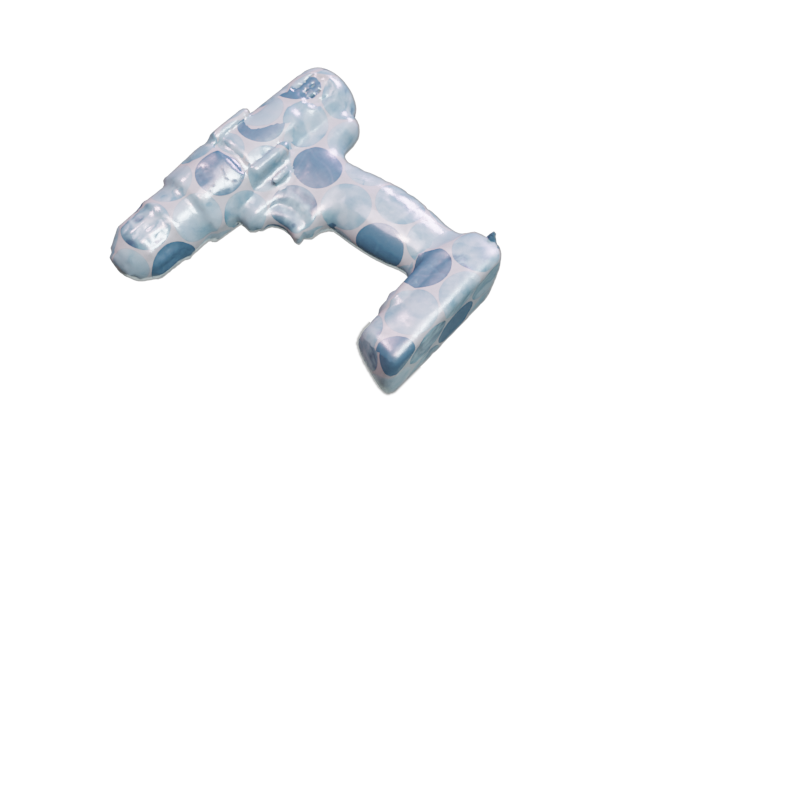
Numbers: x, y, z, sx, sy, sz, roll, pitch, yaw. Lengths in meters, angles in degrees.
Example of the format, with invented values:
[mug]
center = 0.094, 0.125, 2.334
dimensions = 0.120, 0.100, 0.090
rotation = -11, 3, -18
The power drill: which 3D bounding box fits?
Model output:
[power drill]
center = -0.051, -0.093, 0.652
dimensions = 0.196, 0.187, 0.054
rotation = 41, -19, 17
